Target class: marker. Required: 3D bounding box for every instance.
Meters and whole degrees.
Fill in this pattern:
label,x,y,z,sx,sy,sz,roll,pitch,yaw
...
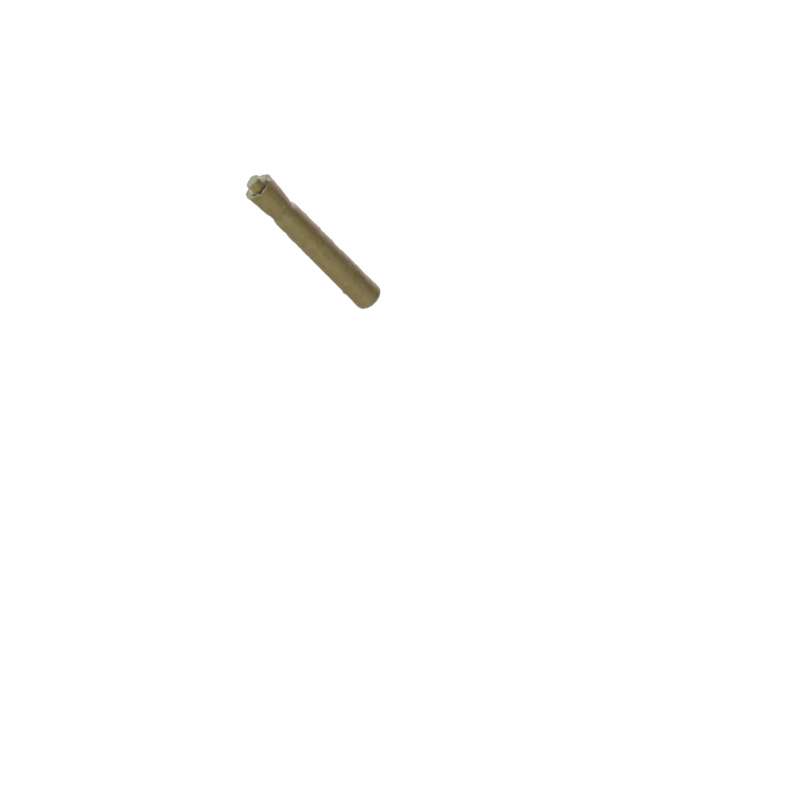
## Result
label,x,y,z,sx,sy,sz,roll,pitch,yaw
marker,-0.054,-0.098,0.686,0.021,0.020,0.113,3,-32,48
